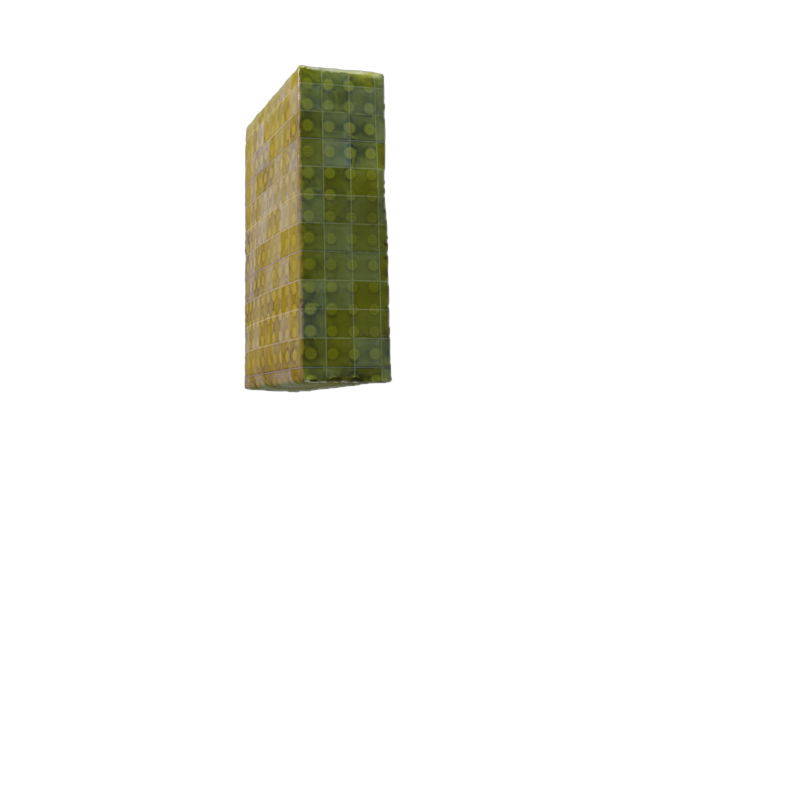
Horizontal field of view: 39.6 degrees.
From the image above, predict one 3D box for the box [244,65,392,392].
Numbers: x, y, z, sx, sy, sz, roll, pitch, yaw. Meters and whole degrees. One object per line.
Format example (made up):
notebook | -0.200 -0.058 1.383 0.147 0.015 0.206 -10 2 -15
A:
box | -0.063 -0.116 0.809 0.070 0.218 0.165 3 -7 -20
